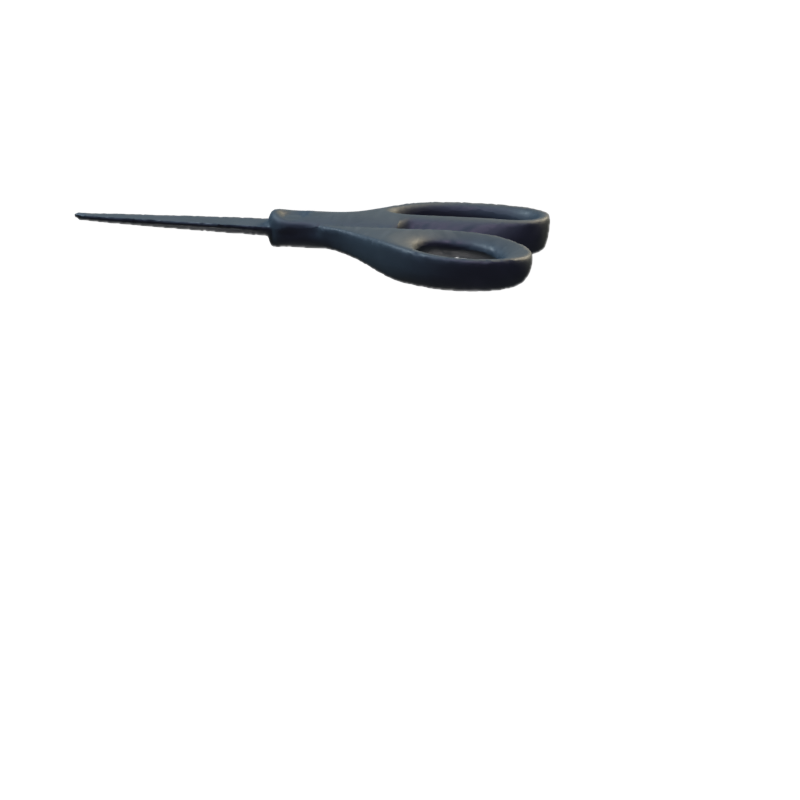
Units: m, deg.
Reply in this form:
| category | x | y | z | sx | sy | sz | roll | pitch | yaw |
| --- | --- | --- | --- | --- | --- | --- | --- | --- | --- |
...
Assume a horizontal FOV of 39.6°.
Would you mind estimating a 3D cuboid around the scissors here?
| category | x | y | z | sx | sy | sz | roll | pitch | yaw |
| --- | --- | --- | --- | --- | --- | --- | --- | --- | --- |
| scissors | -0.035 | -0.064 | 0.449 | 0.200 | 0.015 | 0.101 | -2 | 24 | -5 |
